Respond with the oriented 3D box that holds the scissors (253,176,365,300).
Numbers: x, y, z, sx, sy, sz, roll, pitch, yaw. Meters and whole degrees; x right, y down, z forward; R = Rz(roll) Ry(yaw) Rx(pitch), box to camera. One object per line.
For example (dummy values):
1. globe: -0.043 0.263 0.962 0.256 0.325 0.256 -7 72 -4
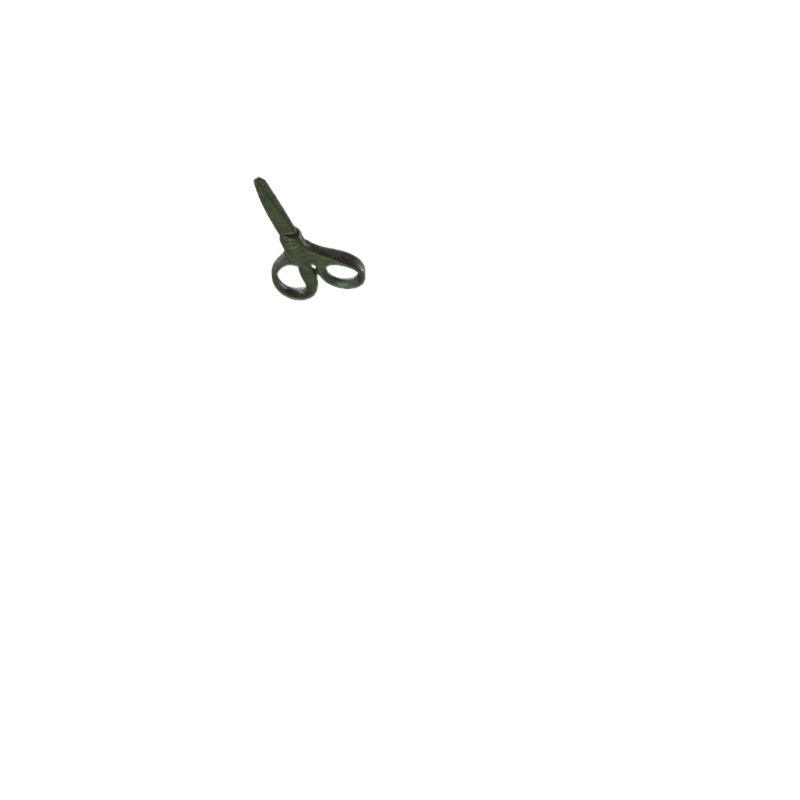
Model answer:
1. scissors: -0.076 -0.139 0.972 0.096 0.017 0.191 1 -24 -3
